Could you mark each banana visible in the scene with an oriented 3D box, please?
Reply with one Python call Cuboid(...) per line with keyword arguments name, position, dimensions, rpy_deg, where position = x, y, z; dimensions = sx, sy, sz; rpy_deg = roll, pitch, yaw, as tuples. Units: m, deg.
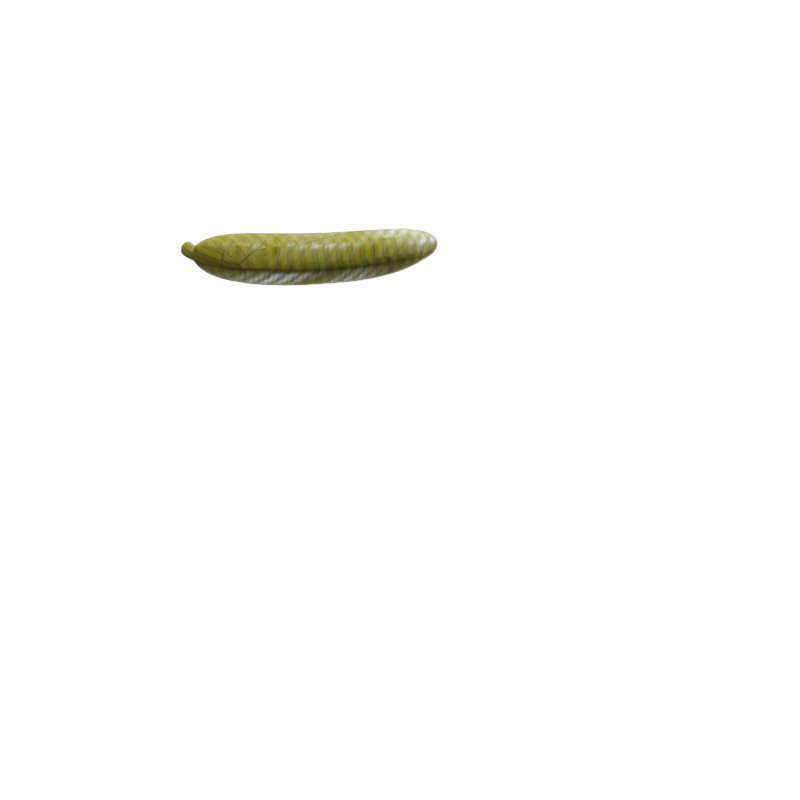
Cuboid(name="banana", position=(-0.069, -0.111, 0.827), dimensions=(0.198, 0.035, 0.073), rpy_deg=(0, 29, 0))
